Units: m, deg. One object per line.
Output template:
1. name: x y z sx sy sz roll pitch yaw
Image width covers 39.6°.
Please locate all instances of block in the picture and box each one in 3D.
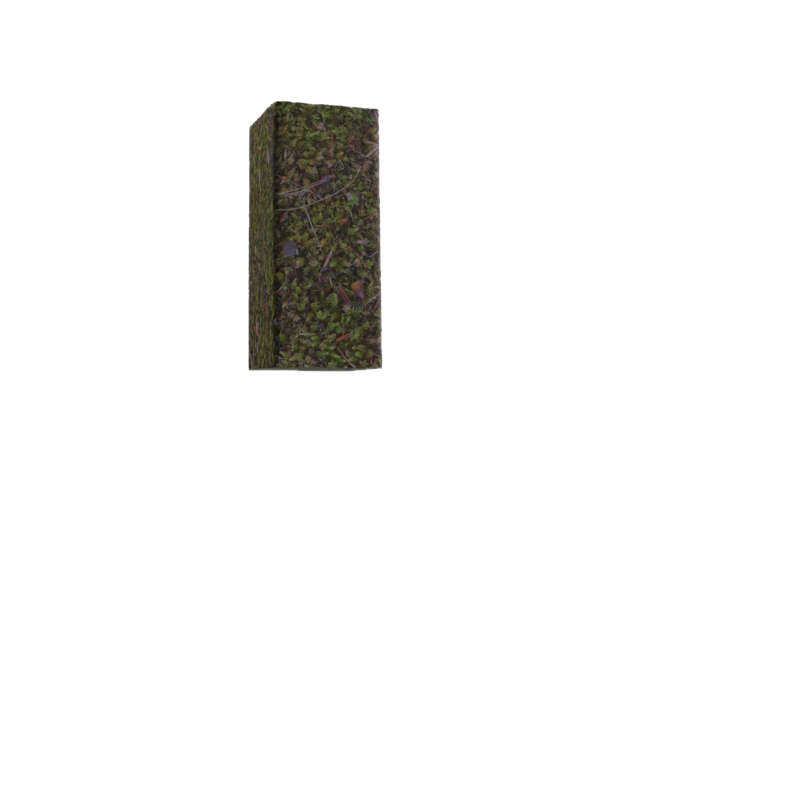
1. block: -0.071 -0.128 0.898 0.088 0.210 0.091 2 -7 -19
